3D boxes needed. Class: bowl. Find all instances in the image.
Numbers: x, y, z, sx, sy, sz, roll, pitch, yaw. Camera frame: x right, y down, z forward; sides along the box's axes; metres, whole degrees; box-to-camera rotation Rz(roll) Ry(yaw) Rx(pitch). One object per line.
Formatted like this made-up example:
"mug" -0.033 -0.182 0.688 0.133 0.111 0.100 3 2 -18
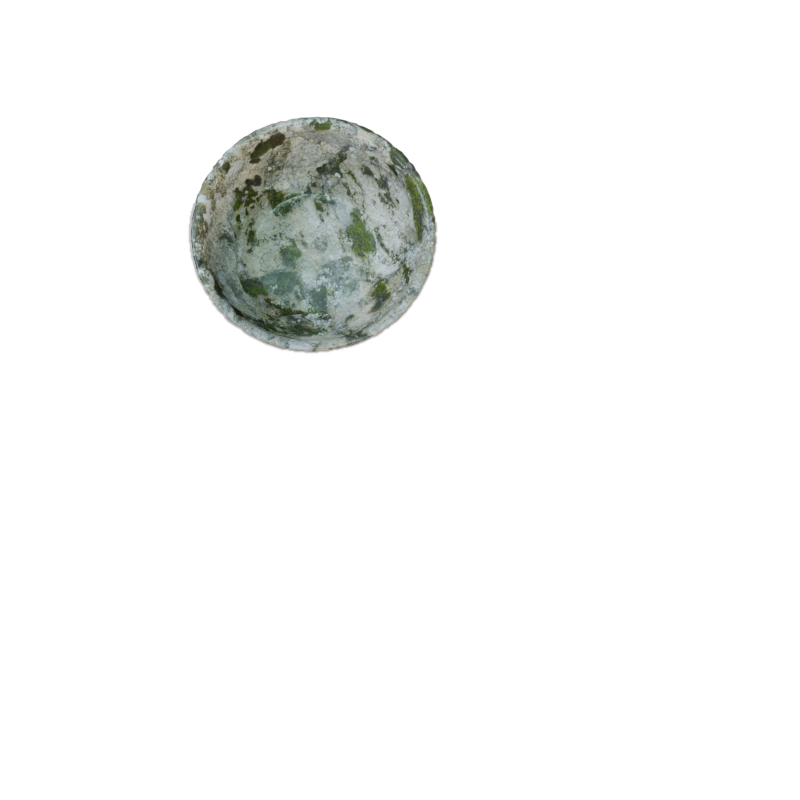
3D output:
"bowl" -0.059 -0.107 0.751 0.162 0.168 0.053 -1 -16 -1
